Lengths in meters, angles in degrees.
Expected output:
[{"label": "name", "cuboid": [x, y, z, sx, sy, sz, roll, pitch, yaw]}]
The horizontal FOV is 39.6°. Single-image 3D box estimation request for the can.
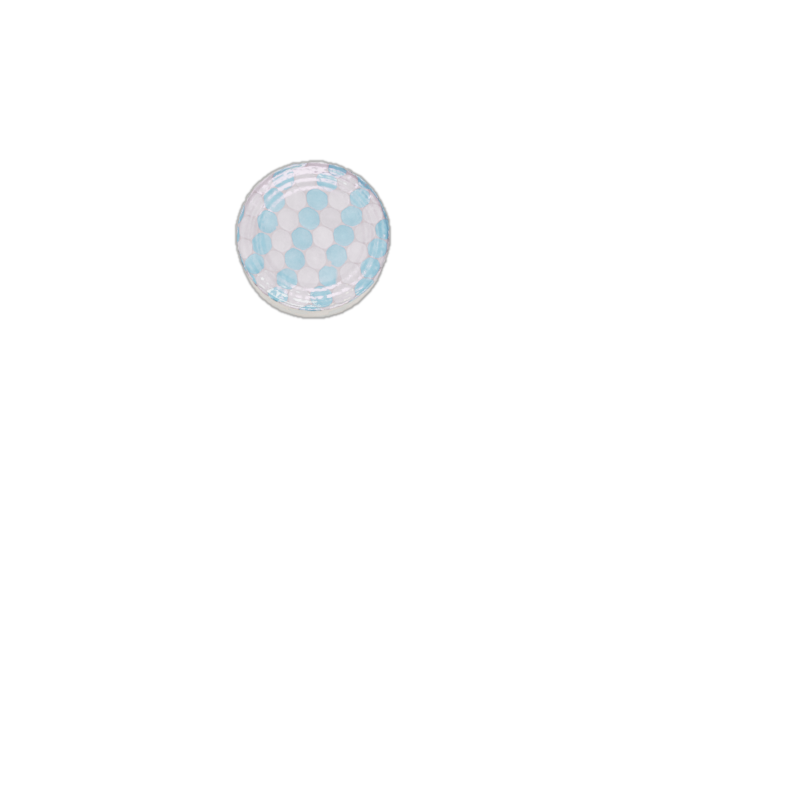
[{"label": "can", "cuboid": [-0.049, -0.090, 0.630, 0.086, 0.089, 0.032, 0, -13, -1]}]
